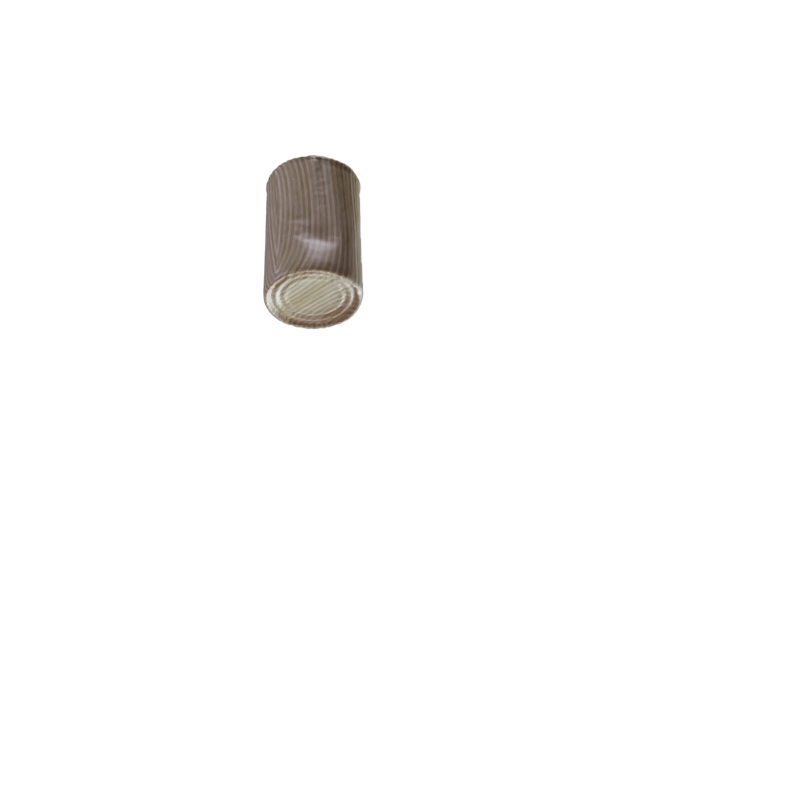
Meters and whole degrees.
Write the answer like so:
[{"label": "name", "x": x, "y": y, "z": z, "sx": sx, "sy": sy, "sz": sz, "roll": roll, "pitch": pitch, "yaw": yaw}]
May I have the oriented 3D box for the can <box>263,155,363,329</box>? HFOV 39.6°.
[{"label": "can", "x": -0.060, "y": -0.109, "z": 0.764, "sx": 0.068, "sy": 0.110, "sz": 0.064, "roll": -1, "pitch": -37, "yaw": -3}]
